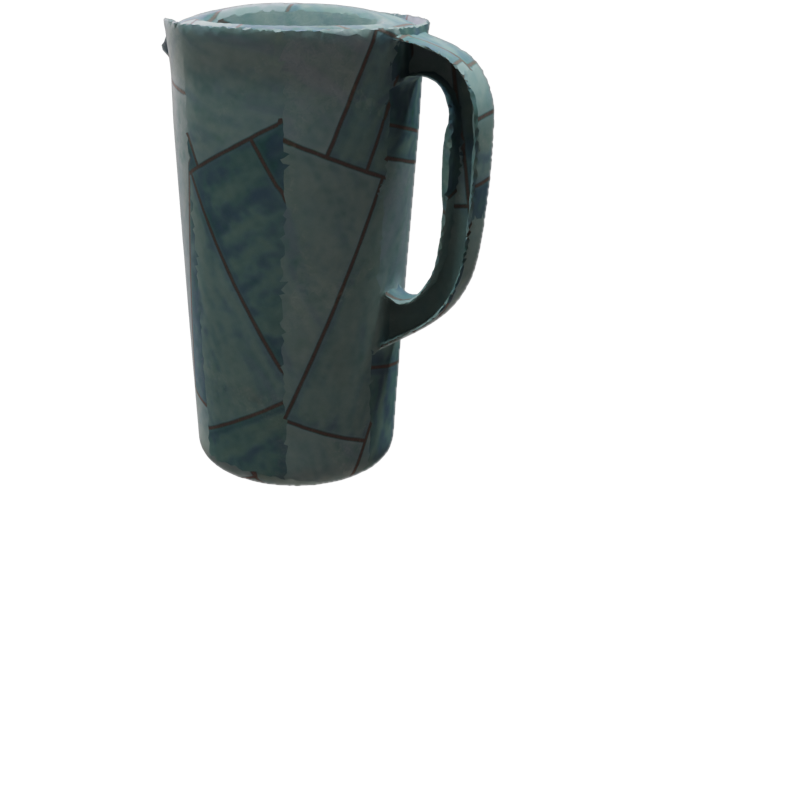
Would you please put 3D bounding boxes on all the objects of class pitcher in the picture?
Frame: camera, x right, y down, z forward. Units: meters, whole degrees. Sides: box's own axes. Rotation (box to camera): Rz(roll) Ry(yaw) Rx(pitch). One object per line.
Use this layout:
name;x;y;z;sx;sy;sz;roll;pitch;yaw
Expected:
pitcher;-0.045;-0.083;0.578;0.142;0.234;0.158;-4;19;-15
